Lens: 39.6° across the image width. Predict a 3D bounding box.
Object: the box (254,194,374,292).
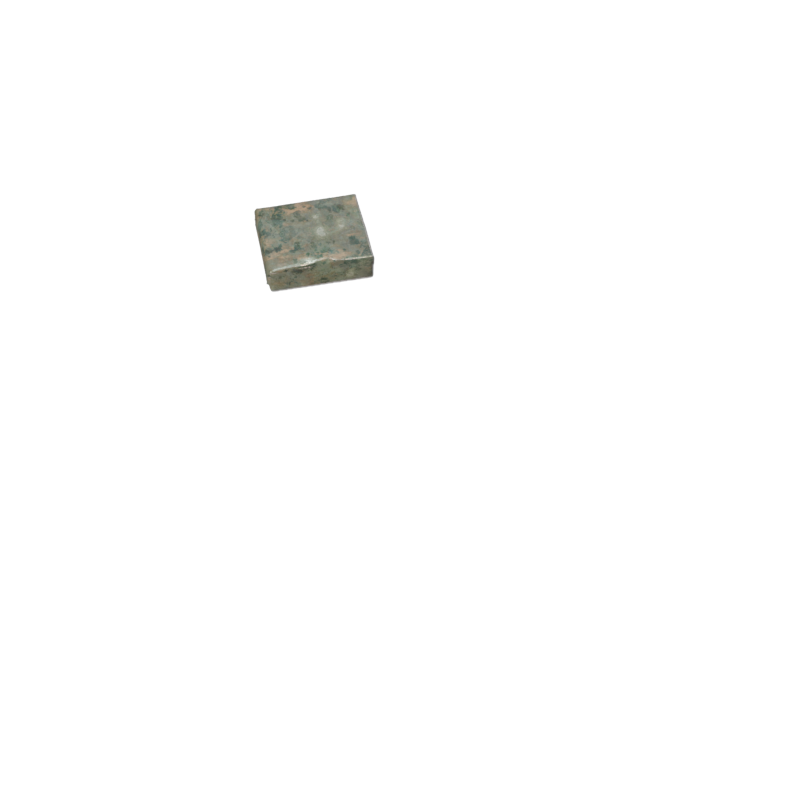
[{"bbox_3d":[-0.072,-0.132,0.923,0.088,0.079,0.028,-9,-38,-8],"label":"box"}]
